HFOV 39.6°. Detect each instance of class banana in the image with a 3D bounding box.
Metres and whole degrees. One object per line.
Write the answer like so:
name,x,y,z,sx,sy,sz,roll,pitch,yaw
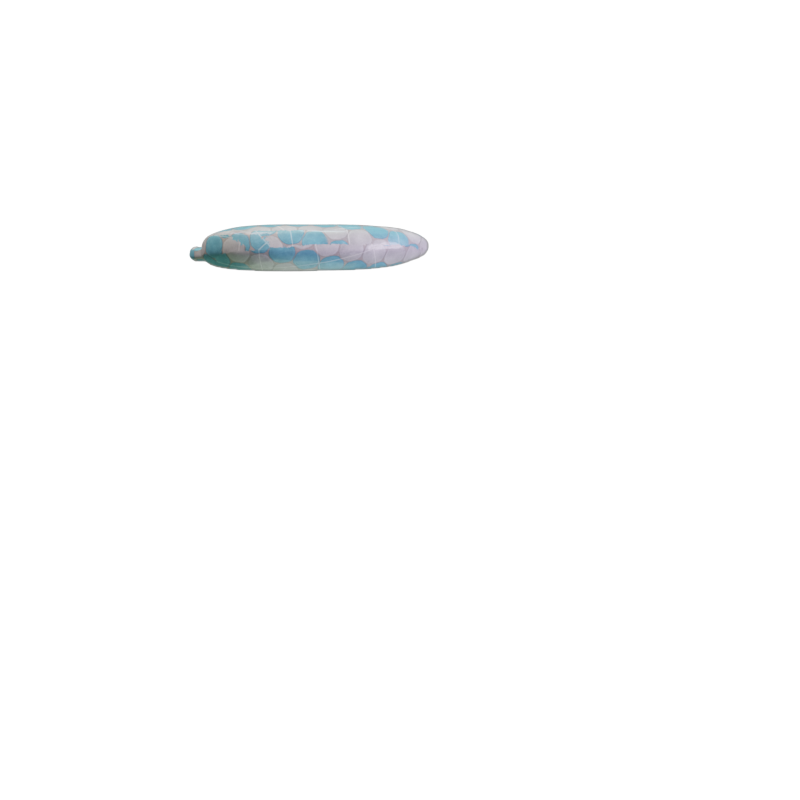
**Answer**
banana,-0.074,-0.124,0.890,0.198,0.036,0.072,0,15,0
